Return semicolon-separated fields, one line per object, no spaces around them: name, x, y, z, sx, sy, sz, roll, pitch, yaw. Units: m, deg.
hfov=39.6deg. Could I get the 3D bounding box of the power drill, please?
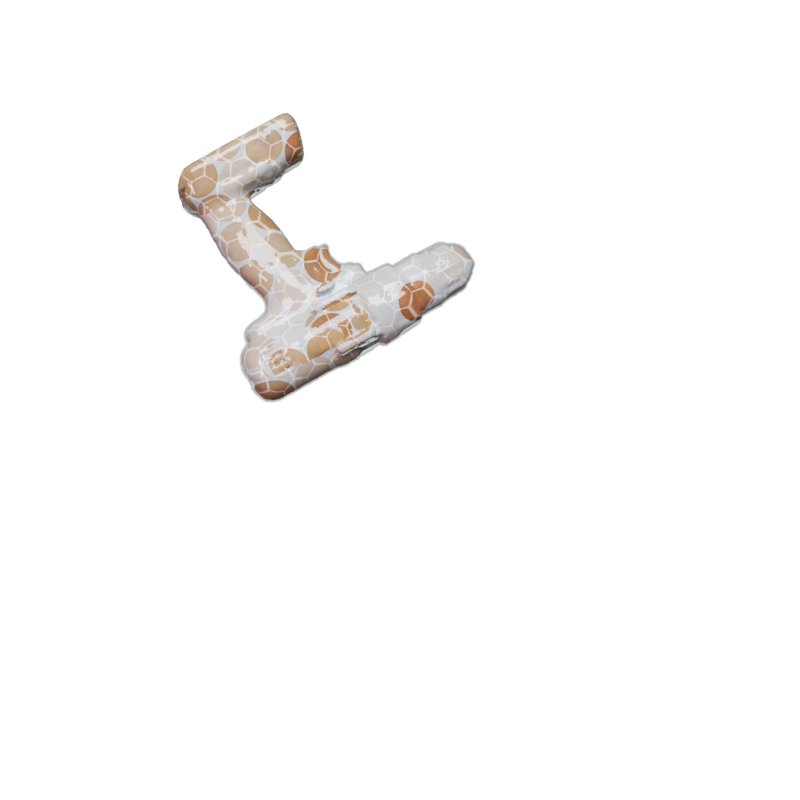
power drill;-0.064;-0.117;0.818;0.184;0.197;0.055;-30;-17;-10
